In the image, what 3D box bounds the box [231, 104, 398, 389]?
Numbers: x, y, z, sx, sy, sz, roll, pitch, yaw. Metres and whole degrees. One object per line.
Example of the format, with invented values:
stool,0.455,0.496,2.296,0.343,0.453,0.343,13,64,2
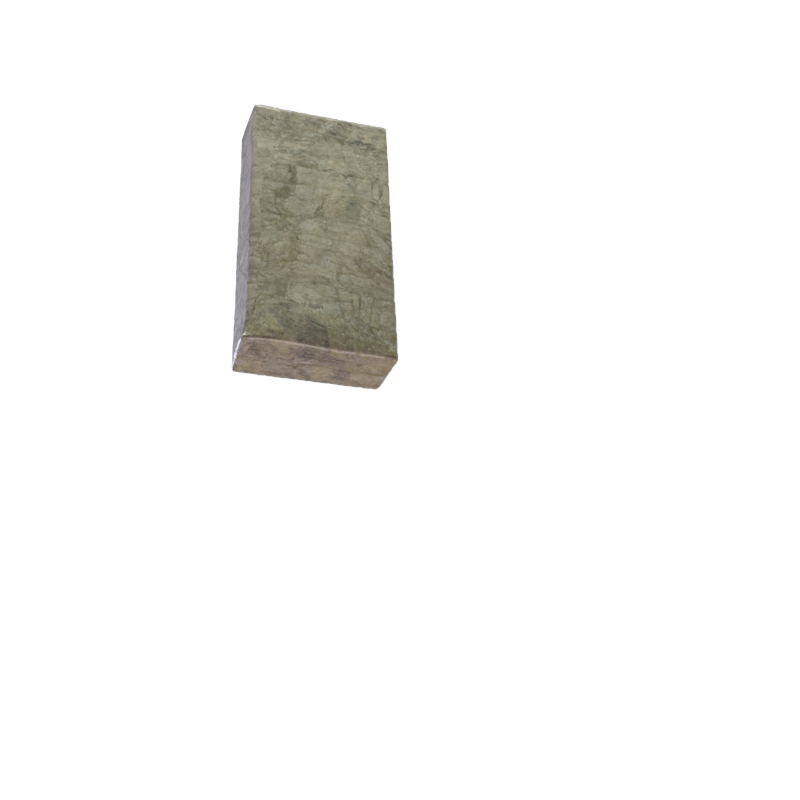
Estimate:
box,-0.054,-0.098,0.689,0.091,0.189,0.046,7,-36,-14
